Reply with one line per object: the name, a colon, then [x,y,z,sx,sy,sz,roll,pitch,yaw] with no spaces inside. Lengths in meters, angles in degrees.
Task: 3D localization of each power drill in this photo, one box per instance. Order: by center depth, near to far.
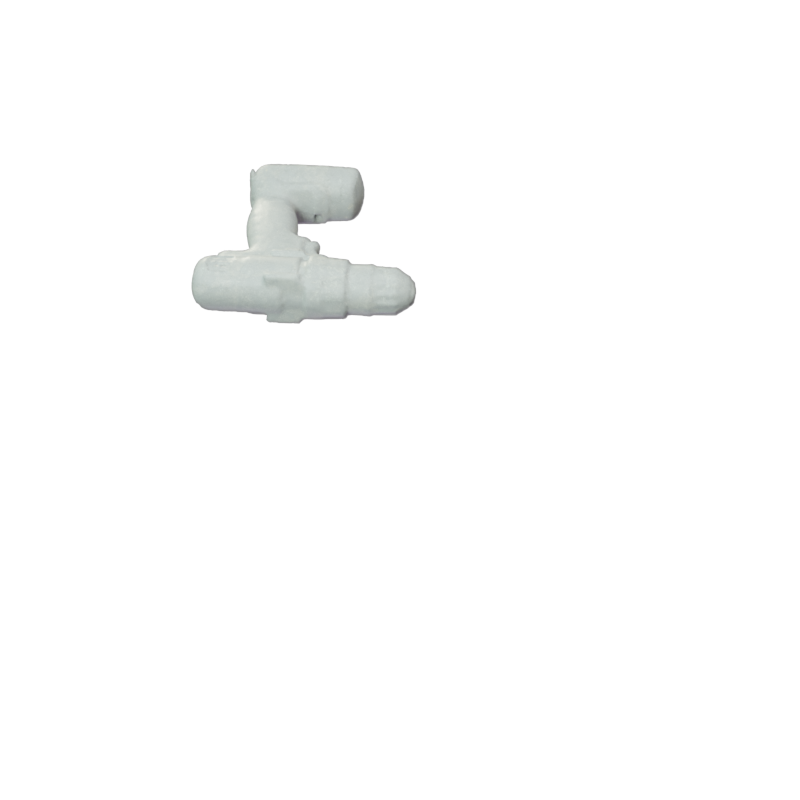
power drill: [-0.076,-0.138,0.966,0.186,0.054,0.199,3,37,4]
